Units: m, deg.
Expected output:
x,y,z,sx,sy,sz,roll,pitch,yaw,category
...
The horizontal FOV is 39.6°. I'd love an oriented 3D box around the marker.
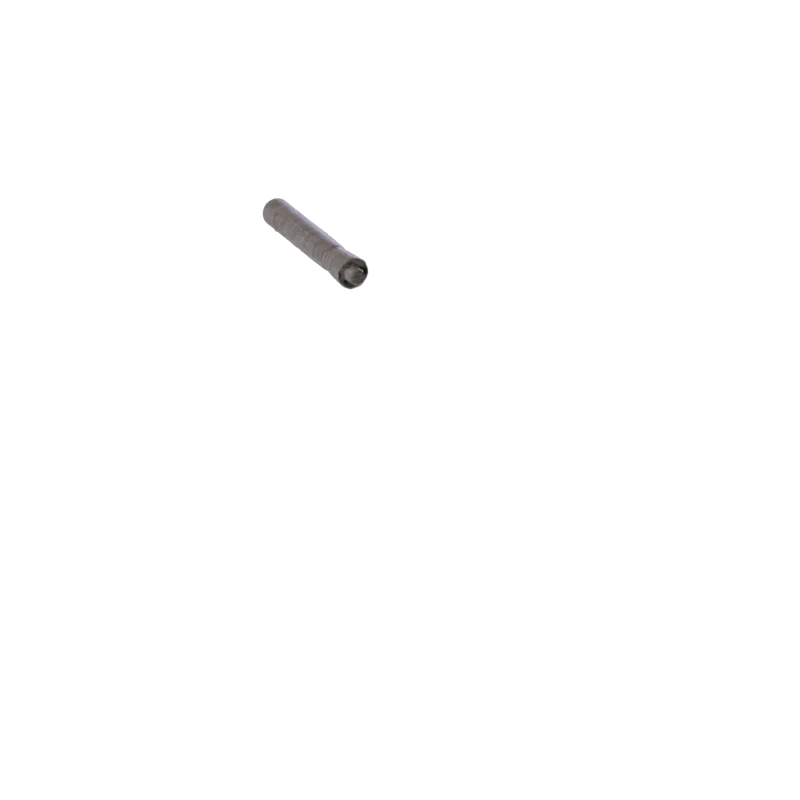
x,y,z,sx,sy,sz,roll,pitch,yaw,category
-0.052,-0.094,0.661,0.019,0.019,0.130,-2,25,-28,marker
